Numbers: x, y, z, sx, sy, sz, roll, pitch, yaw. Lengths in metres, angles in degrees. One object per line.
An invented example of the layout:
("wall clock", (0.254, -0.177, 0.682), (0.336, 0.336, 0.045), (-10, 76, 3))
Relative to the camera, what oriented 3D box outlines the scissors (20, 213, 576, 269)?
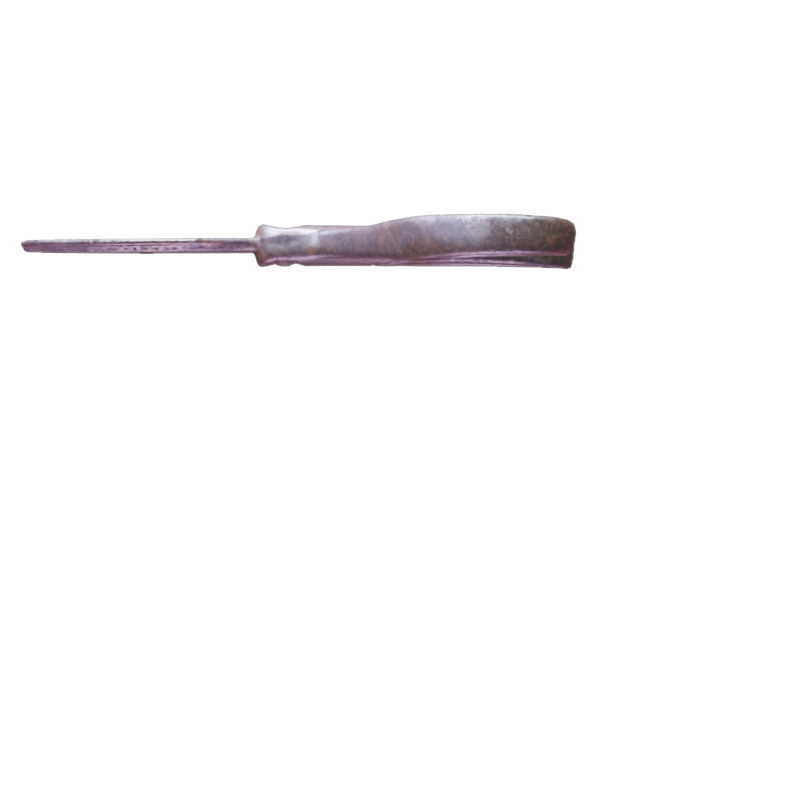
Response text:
("scissors", (-0.030, -0.055, 0.383), (0.199, 0.016, 0.097), (-1, 3, -12))
